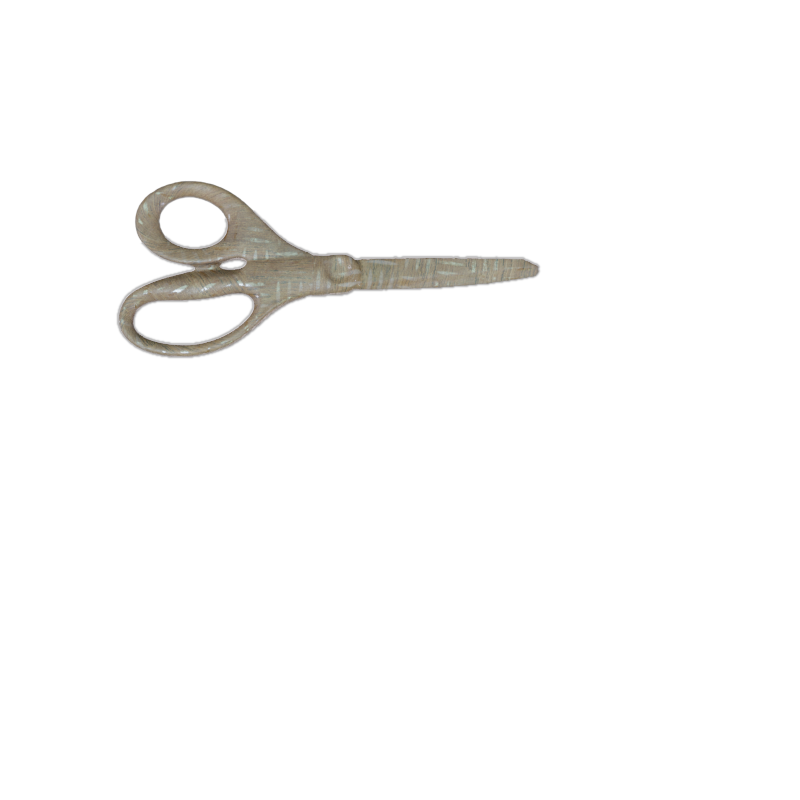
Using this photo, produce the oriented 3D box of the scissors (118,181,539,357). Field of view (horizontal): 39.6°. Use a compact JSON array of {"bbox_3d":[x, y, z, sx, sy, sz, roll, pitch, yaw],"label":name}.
[{"bbox_3d":[-0.043,-0.078,0.543,0.201,0.100,0.015,-17,-15,-5],"label":"scissors"}]
